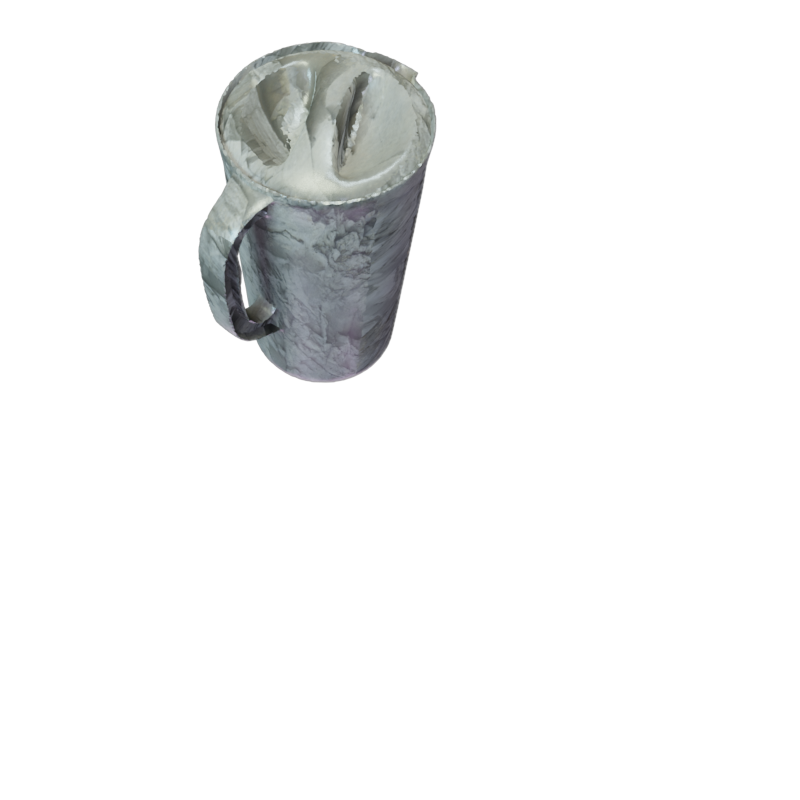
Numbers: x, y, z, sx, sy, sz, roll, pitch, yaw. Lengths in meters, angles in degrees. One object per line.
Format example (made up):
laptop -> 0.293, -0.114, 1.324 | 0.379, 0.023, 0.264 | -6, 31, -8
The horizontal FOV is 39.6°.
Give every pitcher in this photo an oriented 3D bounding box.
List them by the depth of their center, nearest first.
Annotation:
pitcher -> -0.059, -0.108, 0.753 | 0.148, 0.156, 0.227 | -5, -32, -6
